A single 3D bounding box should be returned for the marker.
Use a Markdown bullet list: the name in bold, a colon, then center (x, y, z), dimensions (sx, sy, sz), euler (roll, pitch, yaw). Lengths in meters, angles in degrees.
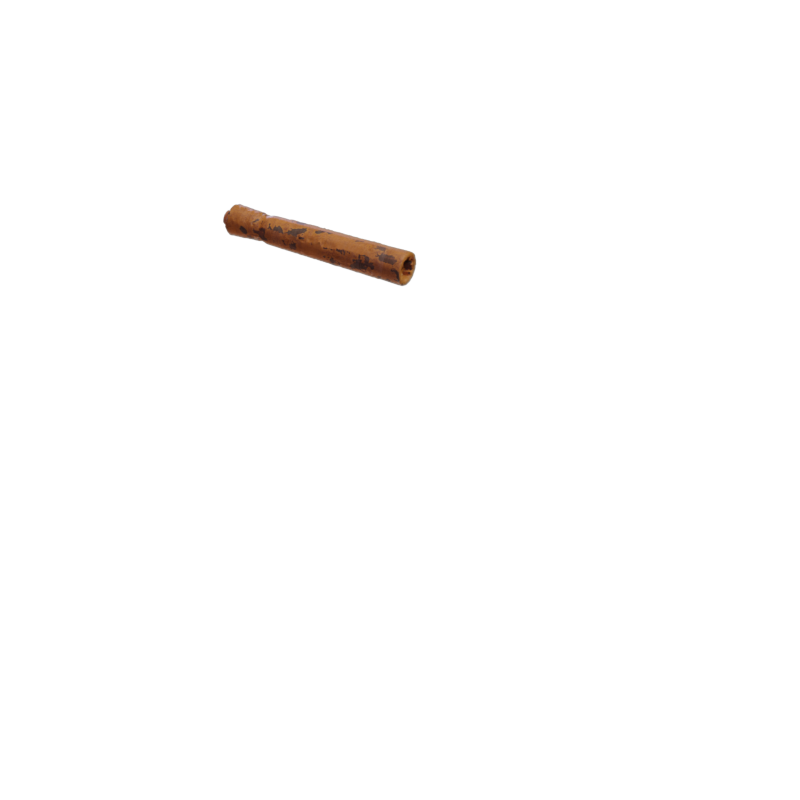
- **marker**: center (-0.048, -0.087, 0.612), dimensions (0.127, 0.019, 0.019), euler (20, 13, 29)
